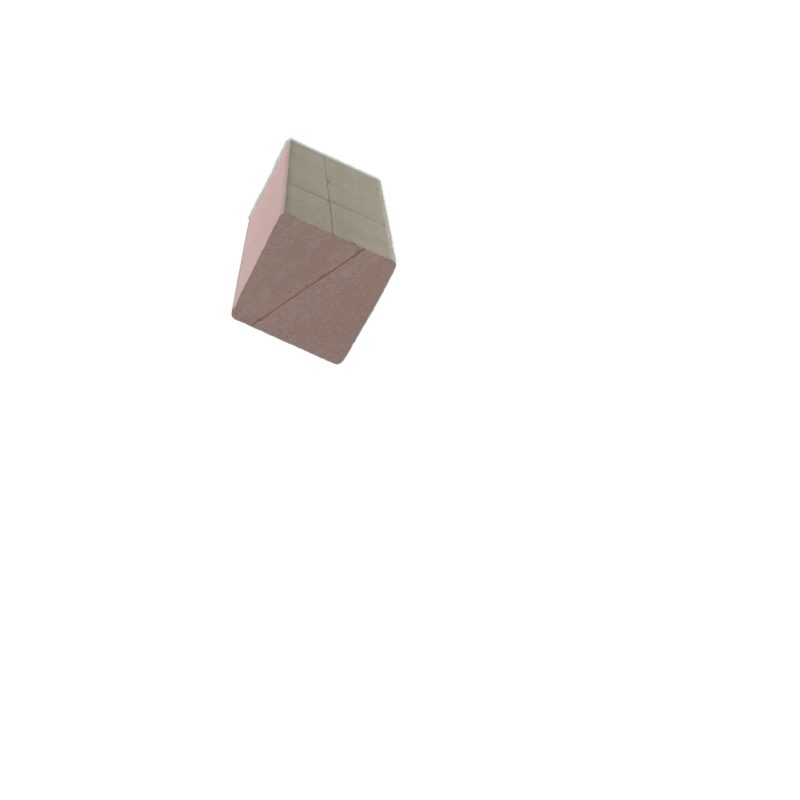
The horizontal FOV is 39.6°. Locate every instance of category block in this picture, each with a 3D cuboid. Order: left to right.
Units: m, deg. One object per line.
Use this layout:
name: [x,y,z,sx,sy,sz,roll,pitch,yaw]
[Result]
block: [-0.068,-0.123,0.868,0.088,0.088,0.217,24,22,-14]
